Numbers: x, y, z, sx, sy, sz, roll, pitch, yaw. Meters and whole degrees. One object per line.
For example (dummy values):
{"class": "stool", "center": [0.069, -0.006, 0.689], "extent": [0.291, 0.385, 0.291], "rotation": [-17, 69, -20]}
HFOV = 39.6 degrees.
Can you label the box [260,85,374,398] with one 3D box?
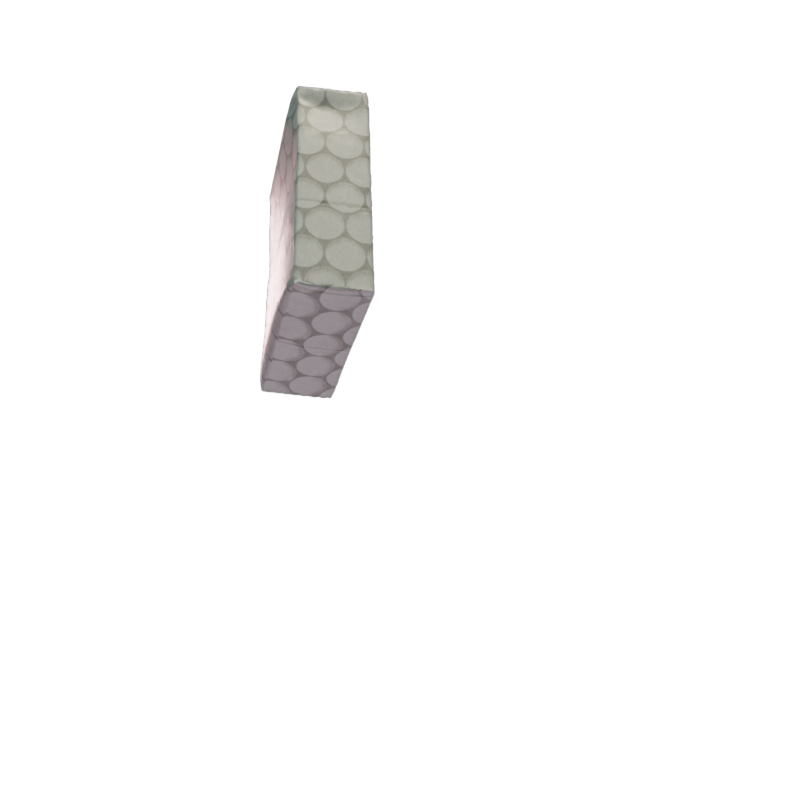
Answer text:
{"class": "box", "center": [-0.074, -0.135, 0.948], "extent": [0.071, 0.229, 0.156], "rotation": [6, -35, -13]}
